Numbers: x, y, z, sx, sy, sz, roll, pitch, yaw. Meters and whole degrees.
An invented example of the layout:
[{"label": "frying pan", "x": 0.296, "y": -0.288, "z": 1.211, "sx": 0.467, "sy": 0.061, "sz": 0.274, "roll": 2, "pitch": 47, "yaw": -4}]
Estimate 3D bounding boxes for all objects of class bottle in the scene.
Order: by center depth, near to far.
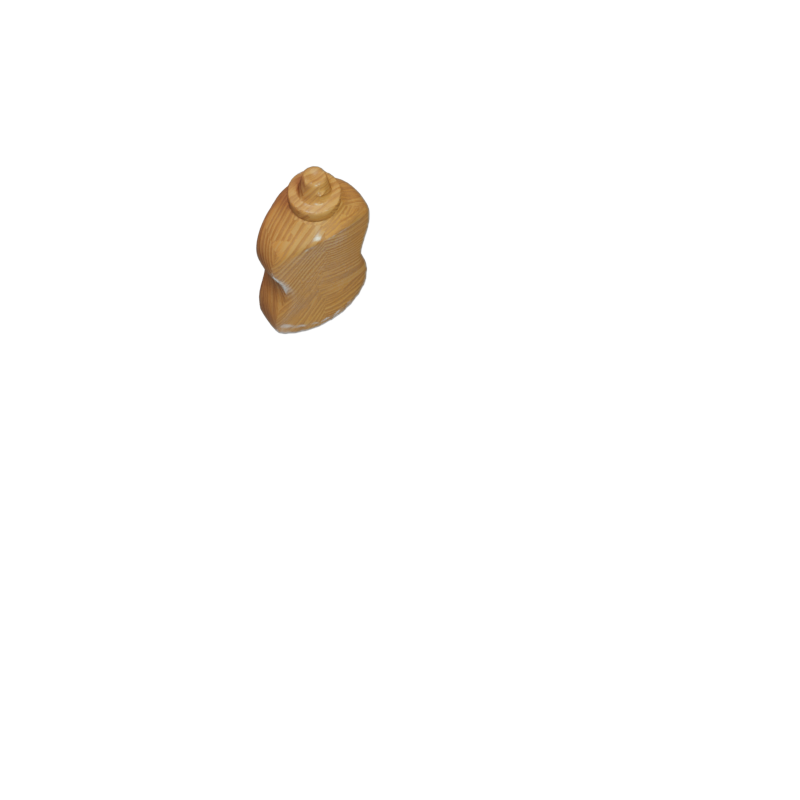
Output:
[{"label": "bottle", "x": -0.070, "y": -0.127, "z": 0.893, "sx": 0.096, "sy": 0.062, "sz": 0.181, "roll": -30, "pitch": -20, "yaw": -16}]
